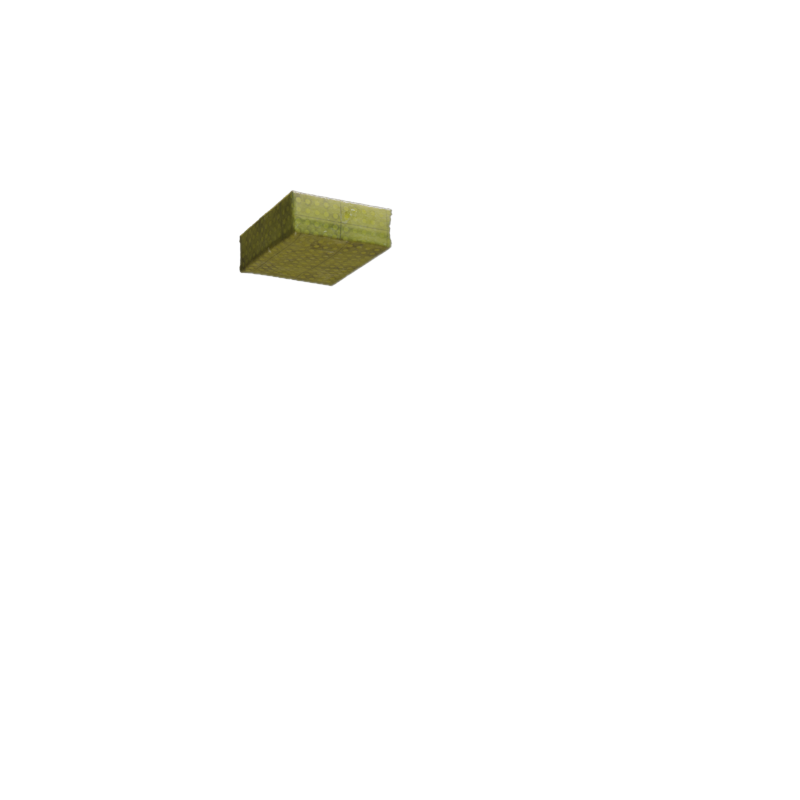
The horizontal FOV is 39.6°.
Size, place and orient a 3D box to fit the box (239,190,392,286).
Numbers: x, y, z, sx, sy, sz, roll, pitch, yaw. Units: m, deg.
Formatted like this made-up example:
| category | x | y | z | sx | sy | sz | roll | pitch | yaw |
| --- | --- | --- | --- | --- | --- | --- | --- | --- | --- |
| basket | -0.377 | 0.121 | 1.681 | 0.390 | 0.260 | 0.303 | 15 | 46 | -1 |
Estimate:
| category | x | y | z | sx | sy | sz | roll | pitch | yaw |
| --- | --- | --- | --- | --- | --- | --- | --- | --- | --- |
| box | -0.072 | -0.130 | 0.912 | 0.086 | 0.040 | 0.114 | 6 | -13 | -28 |
